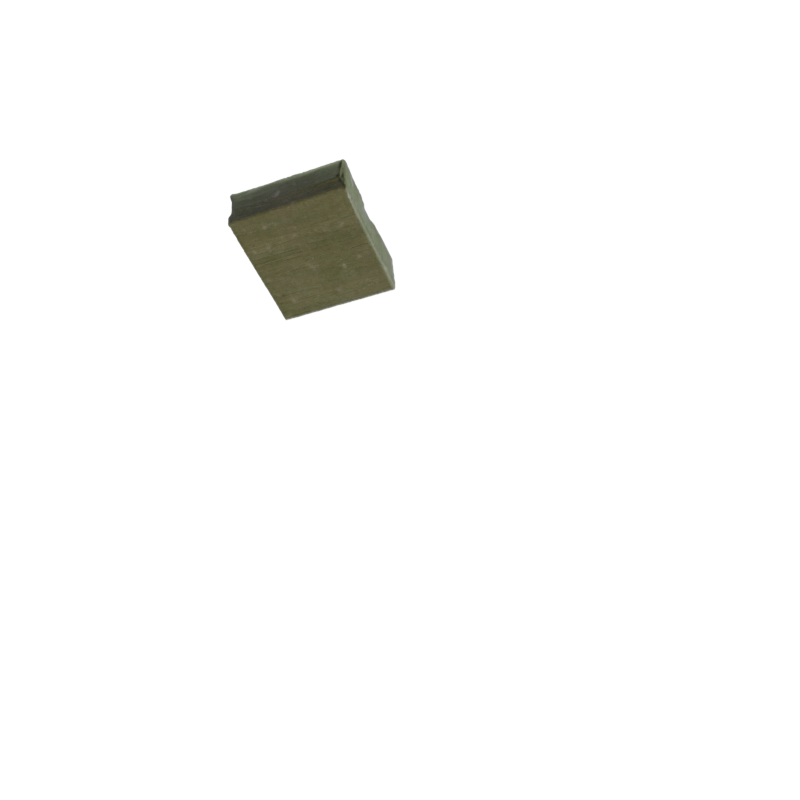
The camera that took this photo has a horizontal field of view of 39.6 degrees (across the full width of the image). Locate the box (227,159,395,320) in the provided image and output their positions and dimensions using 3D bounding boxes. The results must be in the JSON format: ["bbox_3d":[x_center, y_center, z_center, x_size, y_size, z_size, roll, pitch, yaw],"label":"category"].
[{"bbox_3d":[-0.052,-0.095,0.662,0.074,0.032,0.082,-16,-47,14],"label":"box"}]
